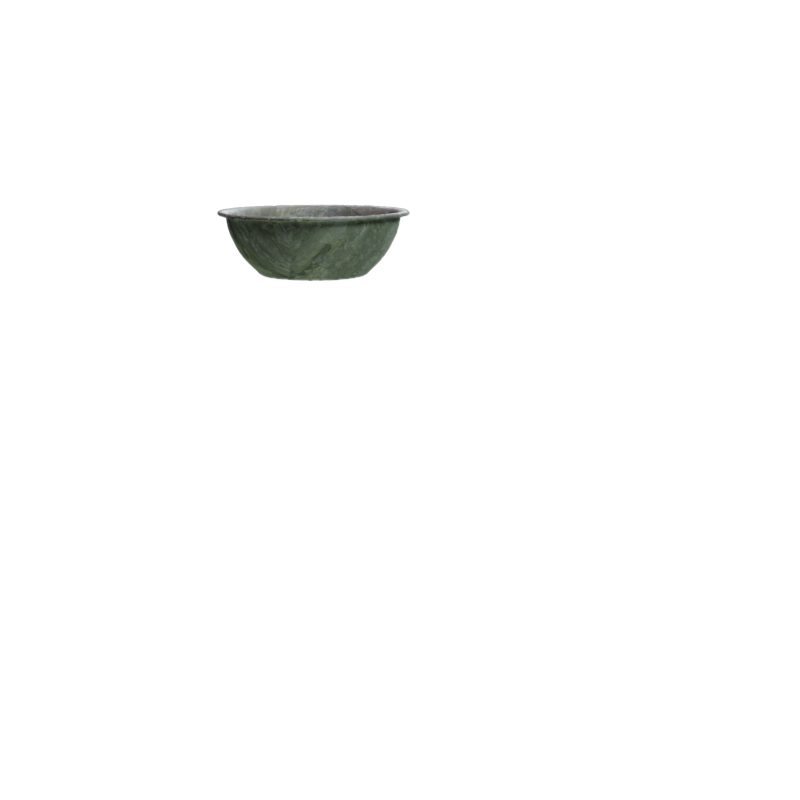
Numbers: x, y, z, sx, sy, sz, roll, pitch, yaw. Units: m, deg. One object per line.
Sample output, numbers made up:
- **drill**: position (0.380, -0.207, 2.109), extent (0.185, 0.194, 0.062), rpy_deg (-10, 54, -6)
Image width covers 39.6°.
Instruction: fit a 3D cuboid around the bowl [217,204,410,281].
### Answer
- **bowl**: position (-0.073, -0.133, 0.935), extent (0.162, 0.054, 0.166), rpy_deg (0, 13, -2)
